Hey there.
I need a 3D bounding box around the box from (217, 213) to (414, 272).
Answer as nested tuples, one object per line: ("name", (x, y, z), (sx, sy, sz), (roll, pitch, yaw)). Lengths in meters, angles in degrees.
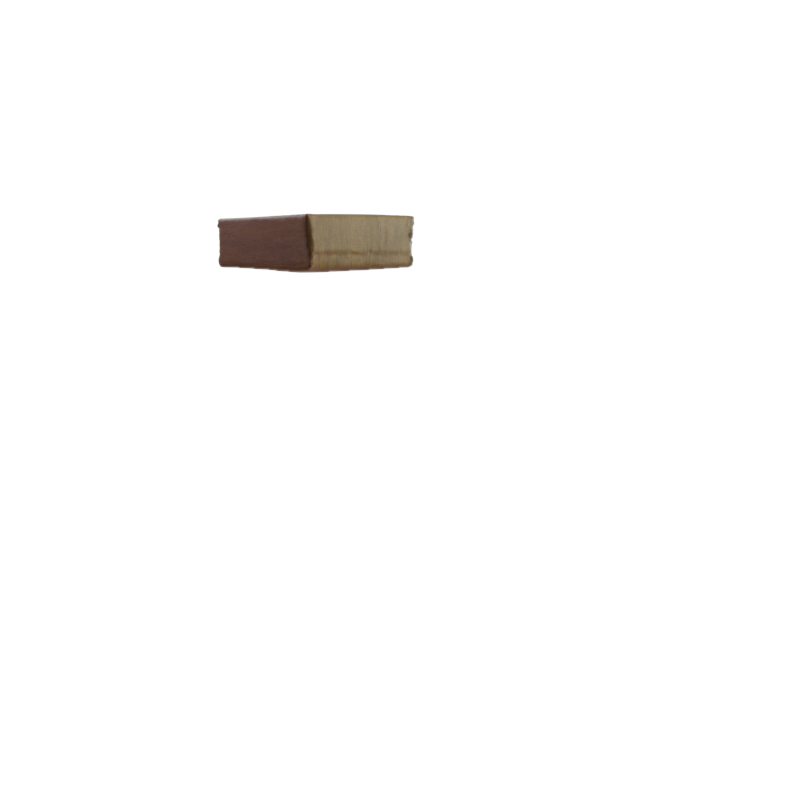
("box", (-0.060, -0.109, 0.761), (0.087, 0.038, 0.119), (-6, 11, -37))
